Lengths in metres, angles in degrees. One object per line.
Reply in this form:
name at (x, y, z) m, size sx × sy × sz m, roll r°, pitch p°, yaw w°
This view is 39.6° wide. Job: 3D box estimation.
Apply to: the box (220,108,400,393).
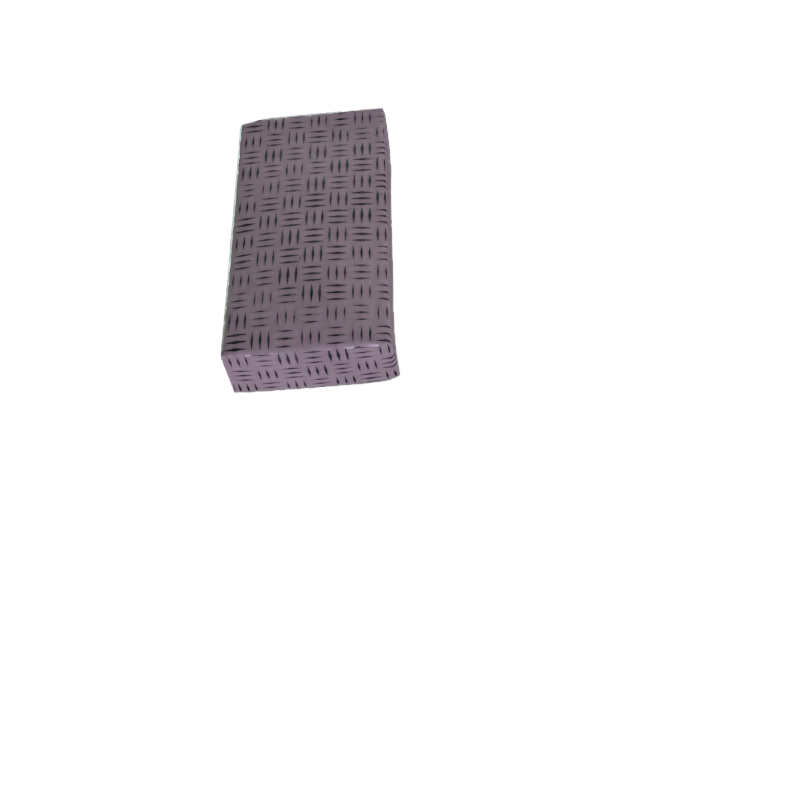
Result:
box at (-0.051, -0.092, 0.644) m, size 0.094 × 0.189 × 0.045 m, roll -6°, pitch -34°, yaw 5°
